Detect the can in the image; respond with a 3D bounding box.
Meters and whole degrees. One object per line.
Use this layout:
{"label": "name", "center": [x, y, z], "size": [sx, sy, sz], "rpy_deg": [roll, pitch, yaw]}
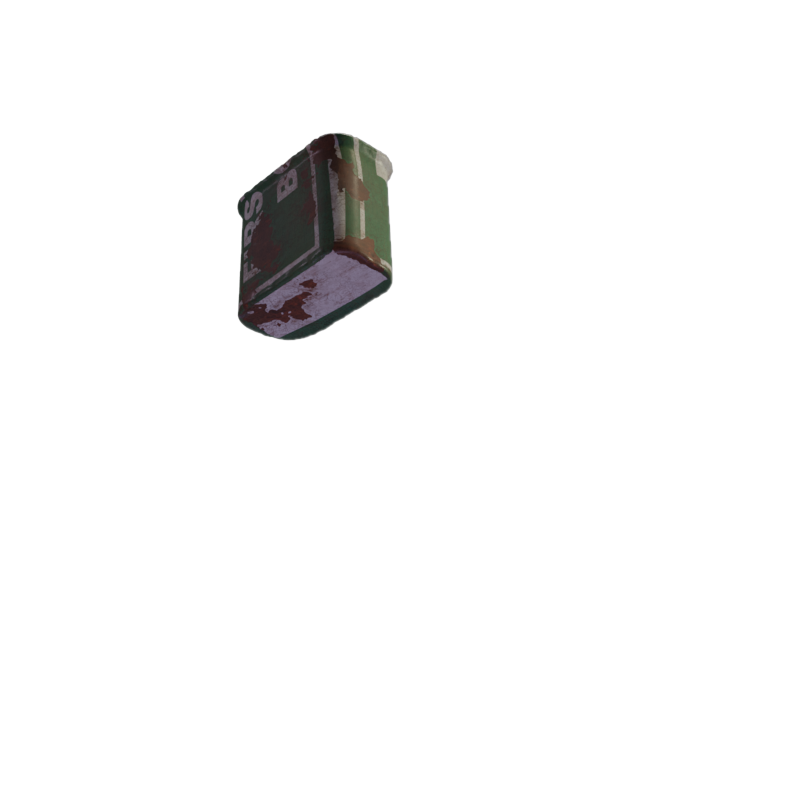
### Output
{"label": "can", "center": [-0.051, -0.093, 0.648], "size": [0.054, 0.090, 0.101], "rpy_deg": [27, -43, -36]}
